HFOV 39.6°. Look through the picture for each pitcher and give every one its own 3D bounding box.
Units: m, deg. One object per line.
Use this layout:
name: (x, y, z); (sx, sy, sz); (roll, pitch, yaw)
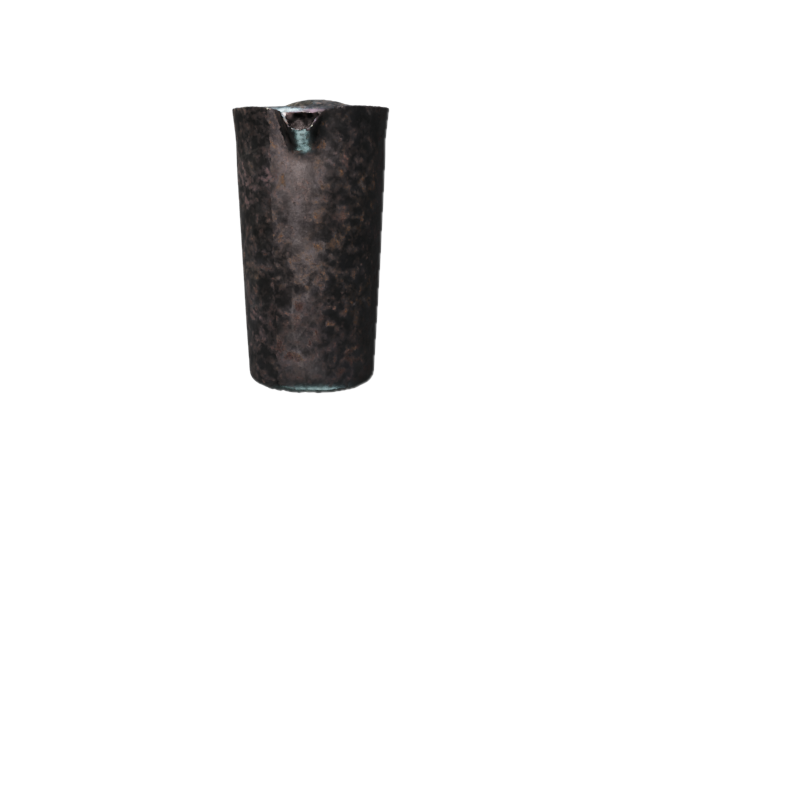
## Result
pitcher: (-0.075, -0.137, 0.962); (0.144, 0.240, 0.152); (-6, 9, -42)
